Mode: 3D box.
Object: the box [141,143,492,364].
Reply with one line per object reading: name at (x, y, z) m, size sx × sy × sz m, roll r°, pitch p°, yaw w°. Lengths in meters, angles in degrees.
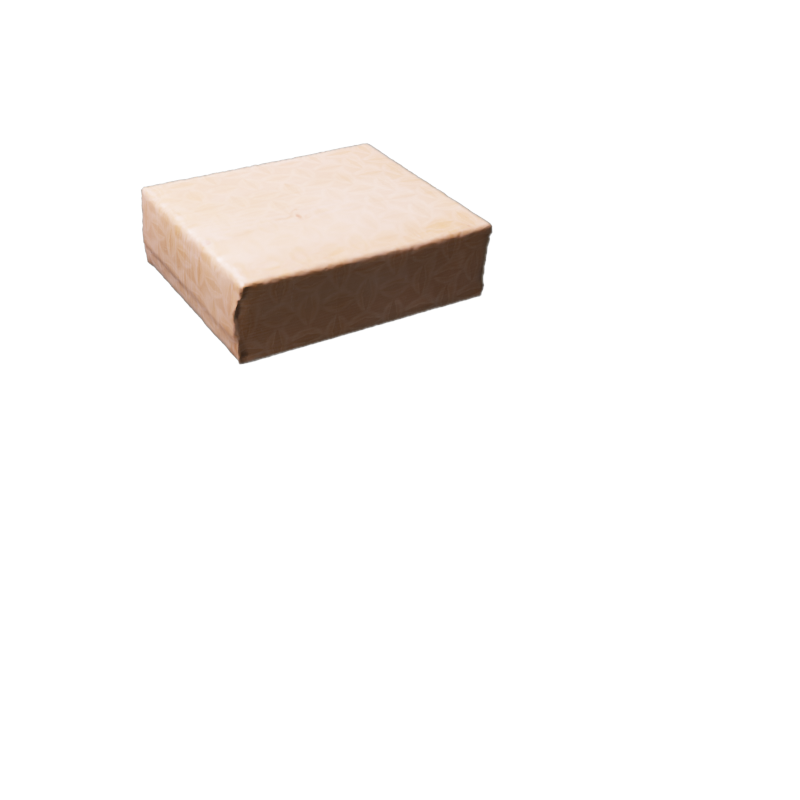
box at (-0.035, -0.063, 0.444) m, size 0.112 × 0.036 × 0.097 m, roll -19°, pitch 38°, yaw -27°
